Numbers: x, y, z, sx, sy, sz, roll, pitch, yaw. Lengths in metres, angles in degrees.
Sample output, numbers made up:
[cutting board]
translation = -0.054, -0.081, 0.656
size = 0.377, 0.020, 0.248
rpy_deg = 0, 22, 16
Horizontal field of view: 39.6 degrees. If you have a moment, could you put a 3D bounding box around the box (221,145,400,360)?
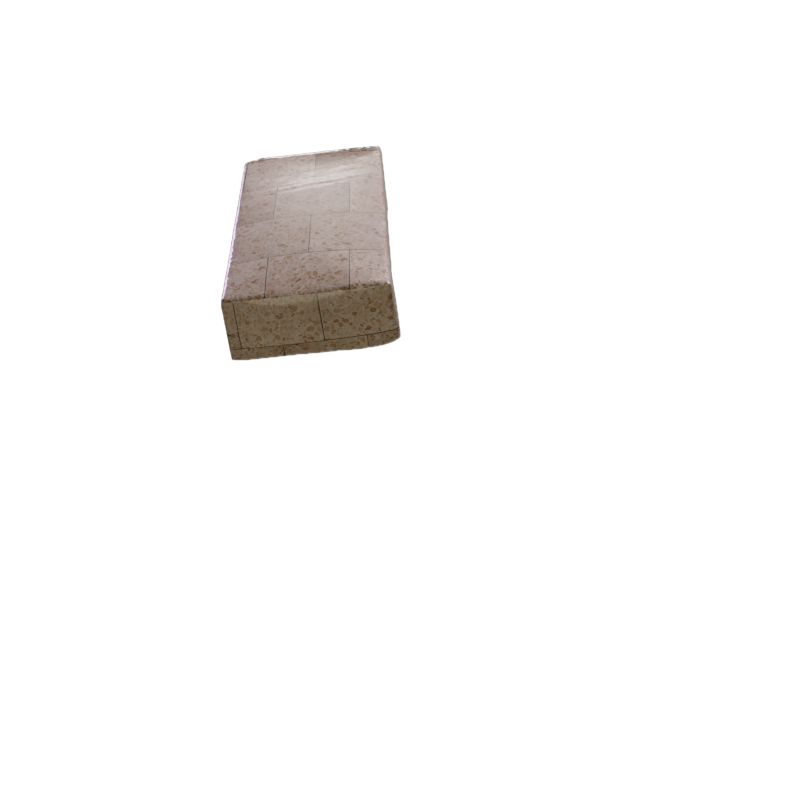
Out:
[box]
translation = -0.052, -0.094, 0.659
size = 0.093, 0.045, 0.188
rpy_deg = -7, 37, 2
